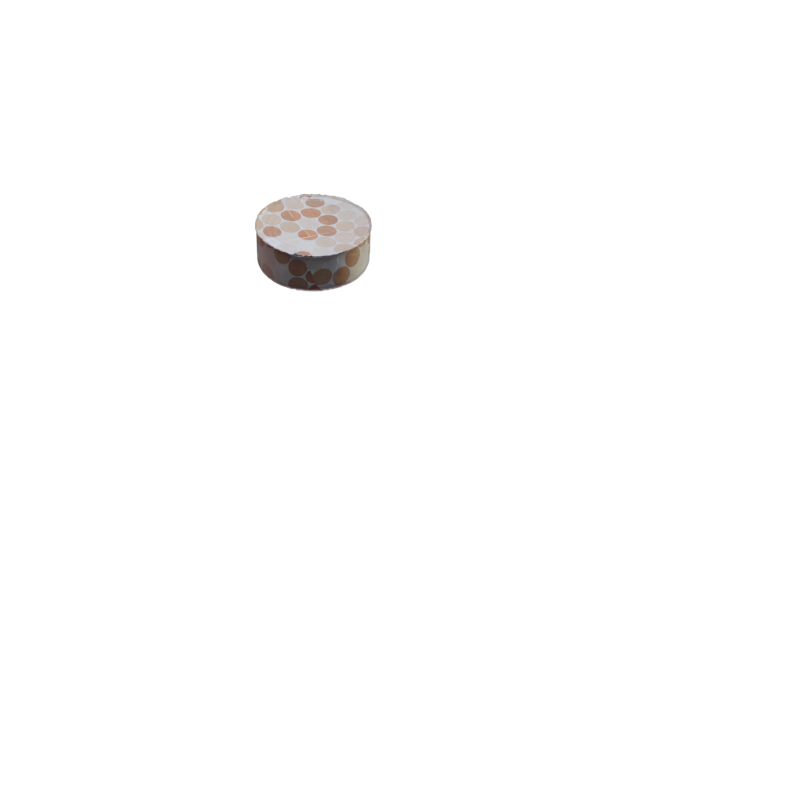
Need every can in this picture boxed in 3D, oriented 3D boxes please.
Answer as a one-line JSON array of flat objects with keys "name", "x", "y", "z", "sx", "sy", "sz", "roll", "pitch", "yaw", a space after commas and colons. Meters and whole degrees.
[{"name": "can", "x": -0.064, "y": -0.117, "z": 0.821, "sx": 0.086, "sy": 0.031, "sz": 0.092, "roll": -1, "pitch": 38, "yaw": -2}]
